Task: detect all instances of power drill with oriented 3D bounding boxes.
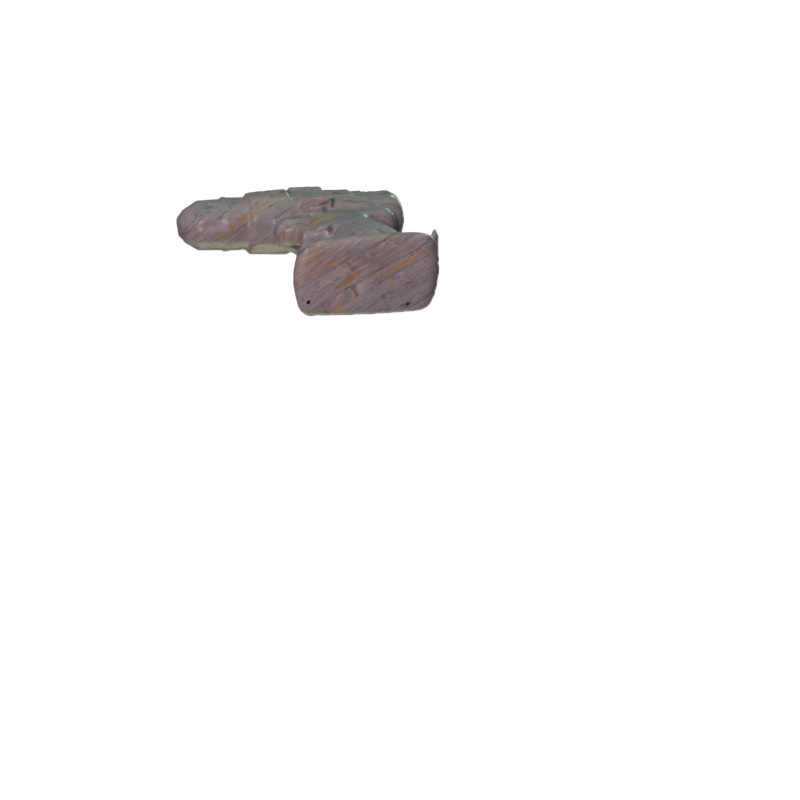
[{"bbox_3d":[-0.065,-0.118,0.829,0.181,0.055,0.200,-7,24,-16],"label":"power drill"}]
